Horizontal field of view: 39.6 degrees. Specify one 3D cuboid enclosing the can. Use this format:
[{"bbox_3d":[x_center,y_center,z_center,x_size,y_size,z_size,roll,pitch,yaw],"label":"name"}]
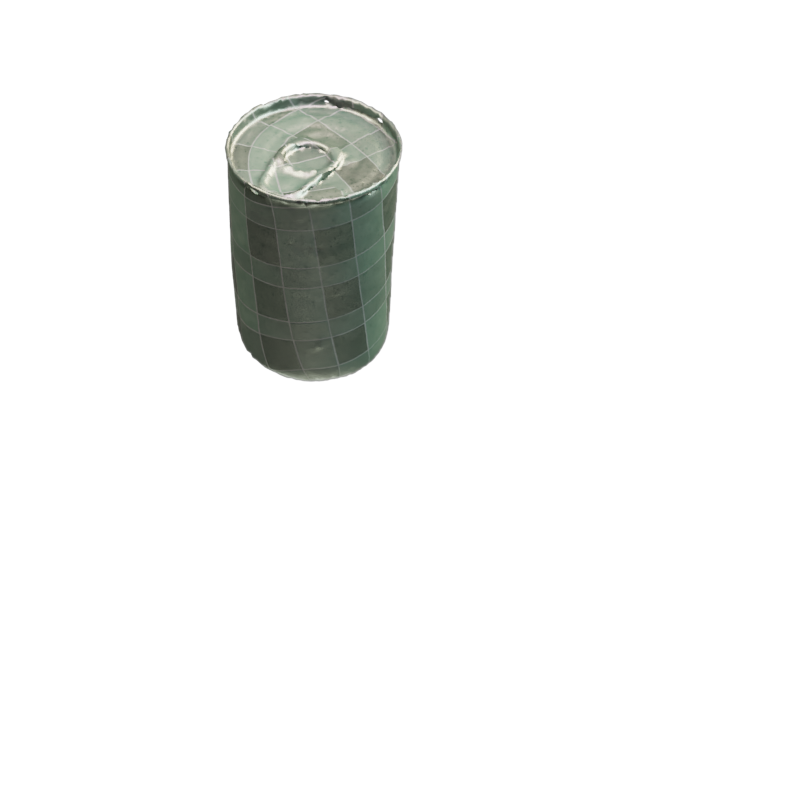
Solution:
[{"bbox_3d":[-0.036,-0.065,0.457,0.068,0.074,0.095,0,-44,-3],"label":"can"}]
